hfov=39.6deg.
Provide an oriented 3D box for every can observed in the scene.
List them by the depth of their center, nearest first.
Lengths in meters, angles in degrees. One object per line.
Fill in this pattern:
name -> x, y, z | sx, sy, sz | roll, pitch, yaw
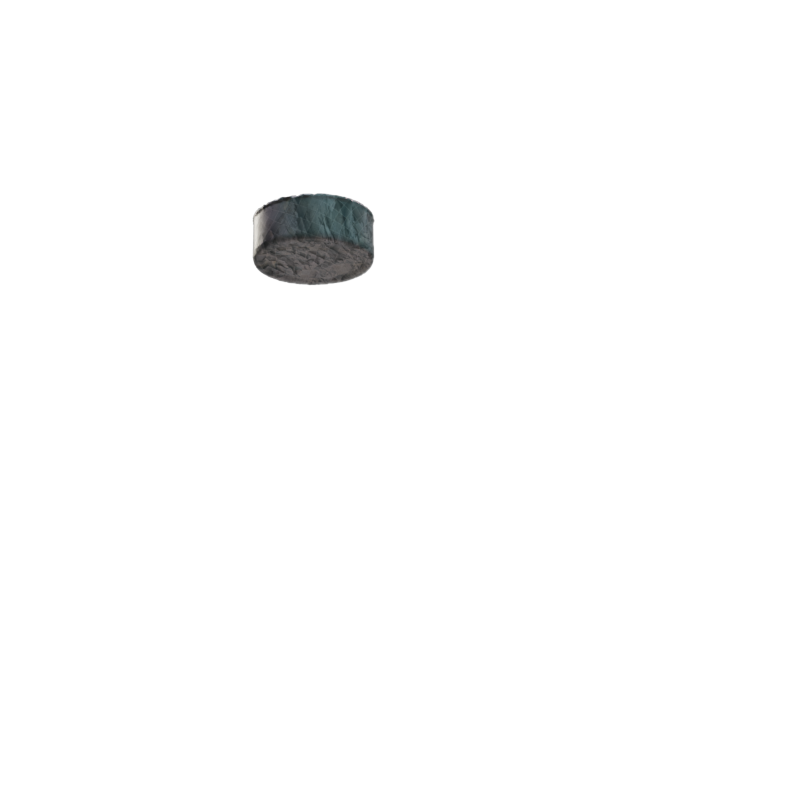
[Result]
can -> -0.061, -0.111, 0.775 | 0.086, 0.035, 0.082 | 0, -18, -2
